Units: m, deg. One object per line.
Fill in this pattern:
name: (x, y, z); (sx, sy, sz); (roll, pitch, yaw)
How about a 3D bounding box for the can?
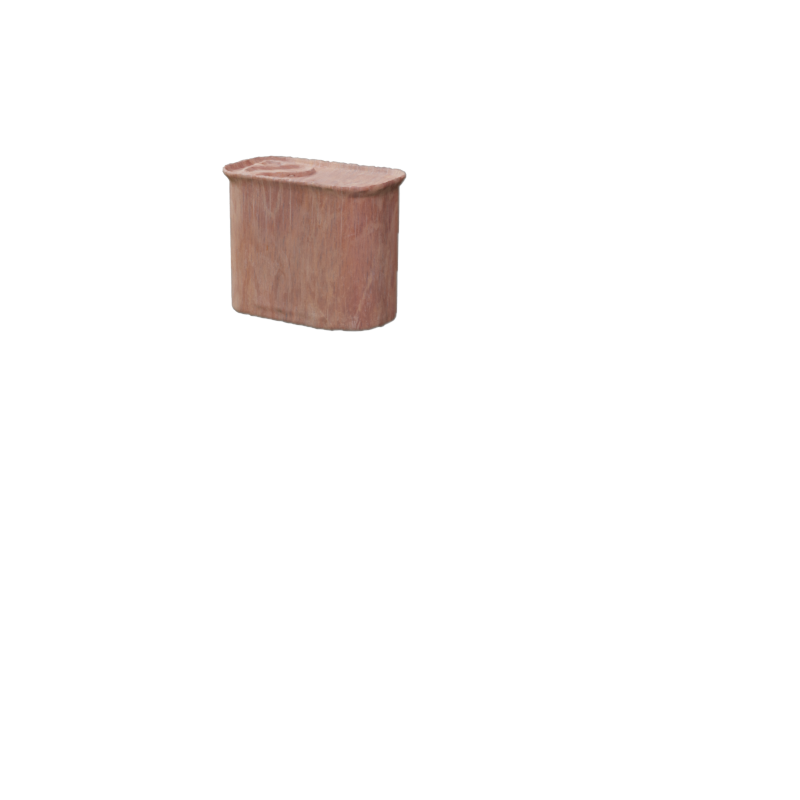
can: (-0.049, -0.090, 0.627); (0.106, 0.081, 0.057); (12, 21, 28)
